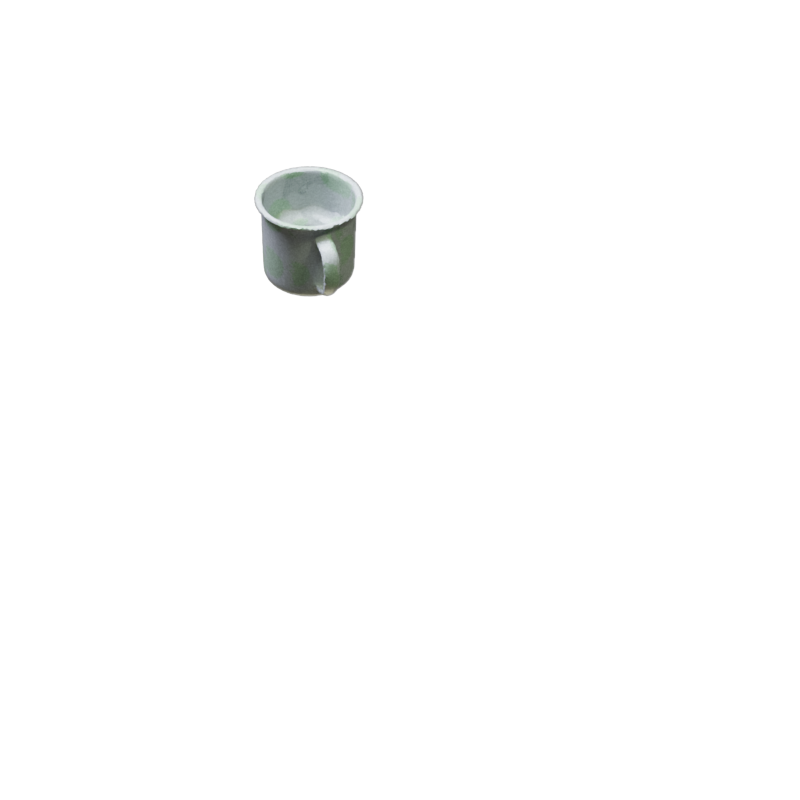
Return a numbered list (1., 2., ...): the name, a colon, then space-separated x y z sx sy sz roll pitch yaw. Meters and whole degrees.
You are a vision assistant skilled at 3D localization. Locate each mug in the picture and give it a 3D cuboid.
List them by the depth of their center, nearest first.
1. mug: -0.075 -0.137 0.958 0.092 0.076 0.127 -13 44 -16
